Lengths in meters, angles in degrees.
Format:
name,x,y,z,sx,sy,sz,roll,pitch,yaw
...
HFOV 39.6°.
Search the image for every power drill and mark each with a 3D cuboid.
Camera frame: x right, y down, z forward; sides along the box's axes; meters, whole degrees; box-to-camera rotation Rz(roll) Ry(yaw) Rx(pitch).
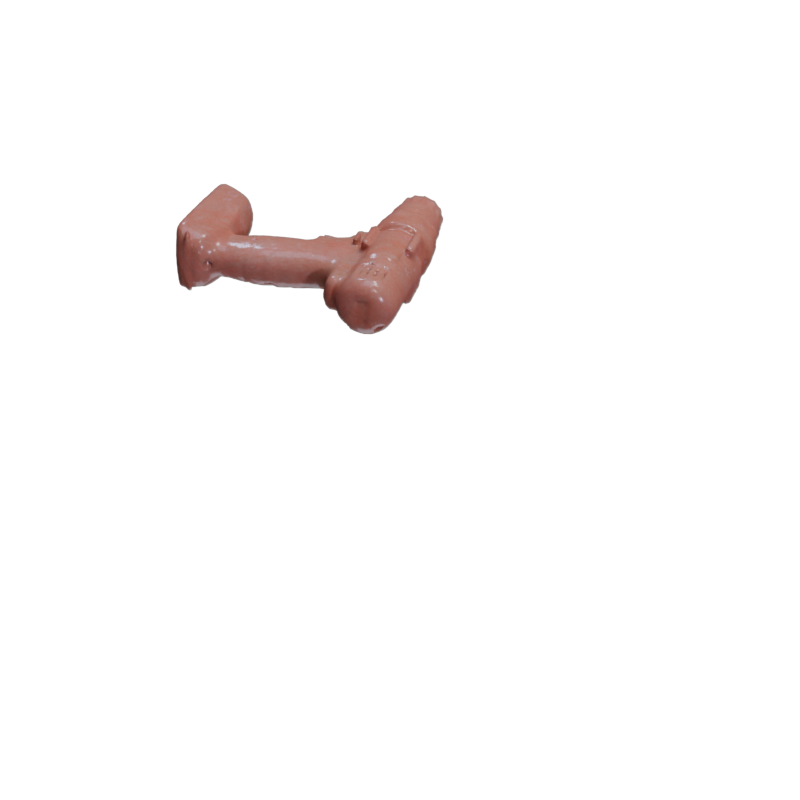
name,x,y,z,sx,sy,sz,roll,pitch,yaw
power drill,-0.069,-0.125,0.876,0.192,0.054,0.191,9,32,14
